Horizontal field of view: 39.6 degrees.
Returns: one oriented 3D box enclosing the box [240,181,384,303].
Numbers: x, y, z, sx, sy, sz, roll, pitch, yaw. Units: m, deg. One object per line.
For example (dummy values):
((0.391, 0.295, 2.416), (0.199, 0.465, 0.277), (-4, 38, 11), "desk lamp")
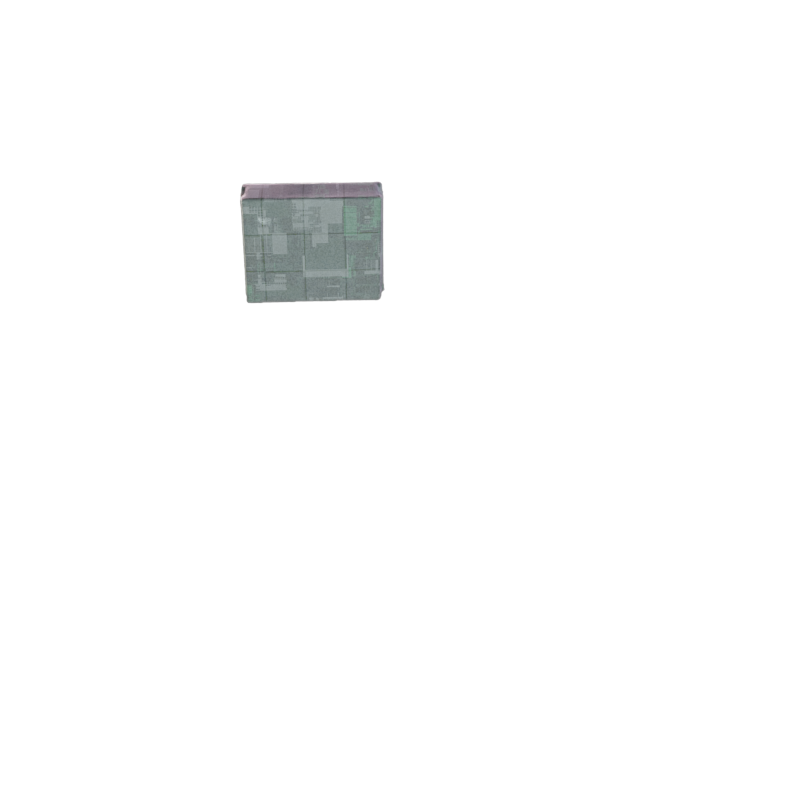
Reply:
((-0.055, -0.100, 0.703), (0.089, 0.069, 0.032), (-1, 29, 0), "box")
